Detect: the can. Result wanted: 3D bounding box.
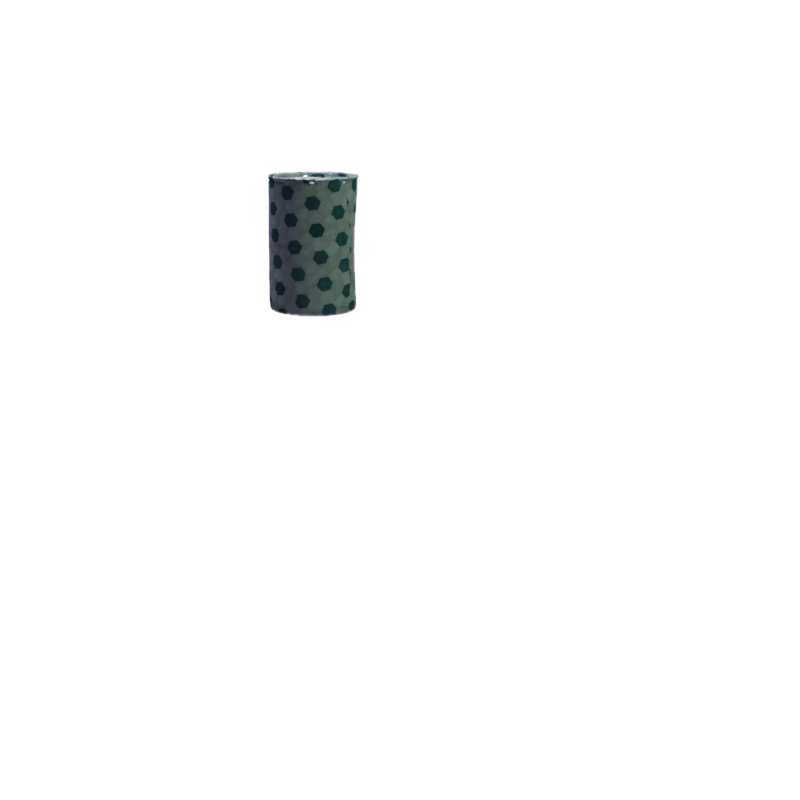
[{"bbox_3d":[-0.066,-0.120,0.838,0.068,0.100,0.070,0,11,-2],"label":"can"}]
